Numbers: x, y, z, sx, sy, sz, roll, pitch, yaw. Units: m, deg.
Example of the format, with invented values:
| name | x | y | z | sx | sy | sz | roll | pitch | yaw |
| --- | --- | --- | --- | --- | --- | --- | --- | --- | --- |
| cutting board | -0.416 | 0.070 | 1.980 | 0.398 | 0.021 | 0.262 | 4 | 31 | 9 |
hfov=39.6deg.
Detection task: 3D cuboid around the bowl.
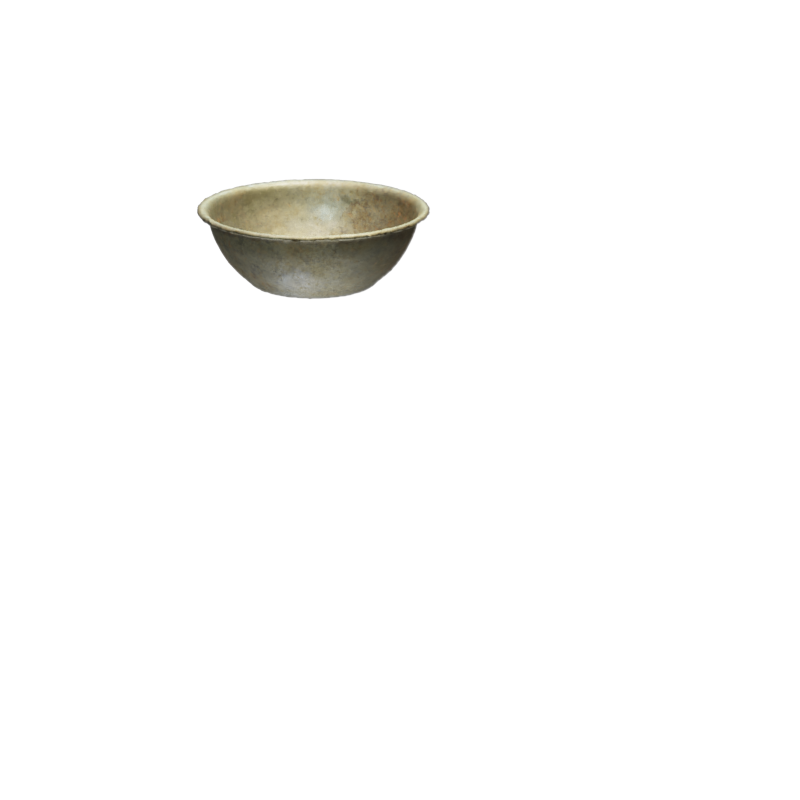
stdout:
| name | x | y | z | sx | sy | sz | roll | pitch | yaw |
| --- | --- | --- | --- | --- | --- | --- | --- | --- | --- |
| bowl | -0.061 | -0.111 | 0.779 | 0.162 | 0.053 | 0.170 | -1 | 23 | -2 |
